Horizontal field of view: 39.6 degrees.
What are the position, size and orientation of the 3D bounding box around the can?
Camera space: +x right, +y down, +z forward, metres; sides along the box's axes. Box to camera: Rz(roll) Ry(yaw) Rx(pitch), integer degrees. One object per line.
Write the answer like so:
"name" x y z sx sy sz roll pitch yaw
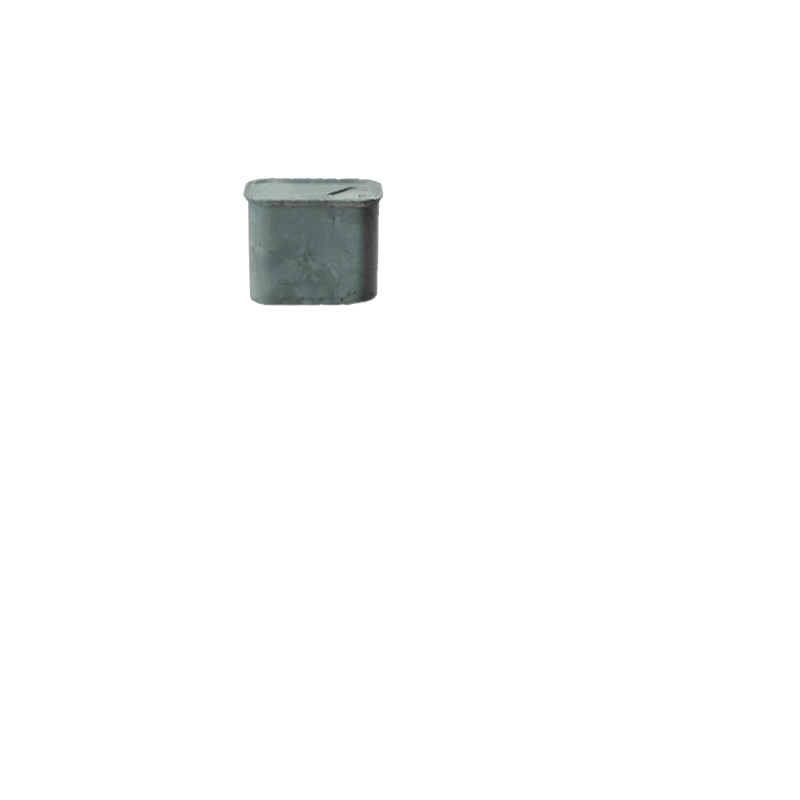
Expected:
"can" -0.065 -0.118 0.828 0.102 0.080 0.060 0 22 -1
